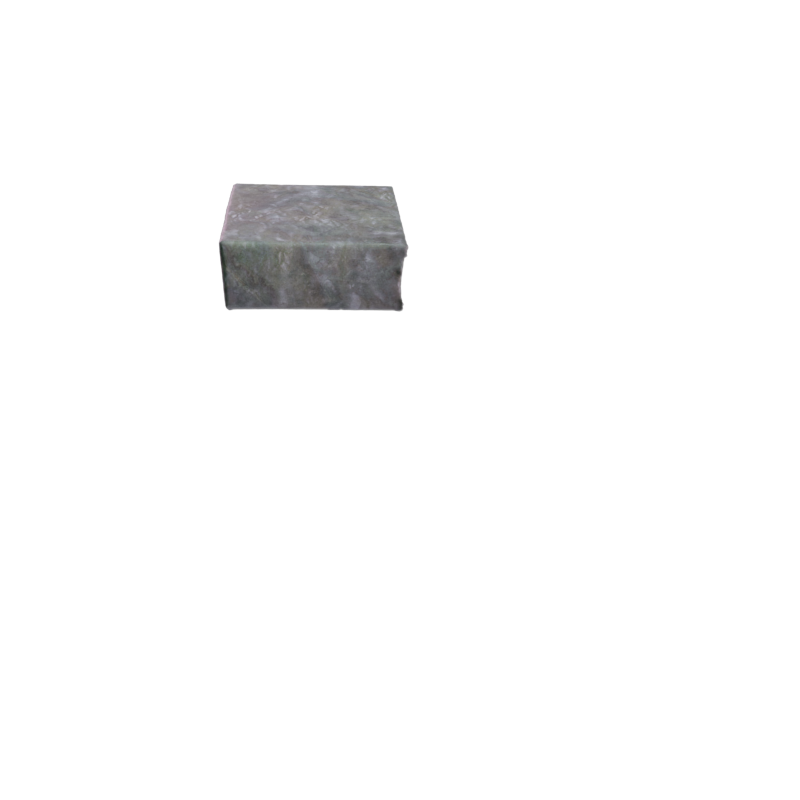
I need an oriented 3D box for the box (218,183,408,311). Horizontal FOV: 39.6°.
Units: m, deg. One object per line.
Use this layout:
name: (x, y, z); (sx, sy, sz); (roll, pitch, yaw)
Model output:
box: (-0.045, -0.082, 0.574); (0.090, 0.037, 0.120); (-1, 26, -3)
